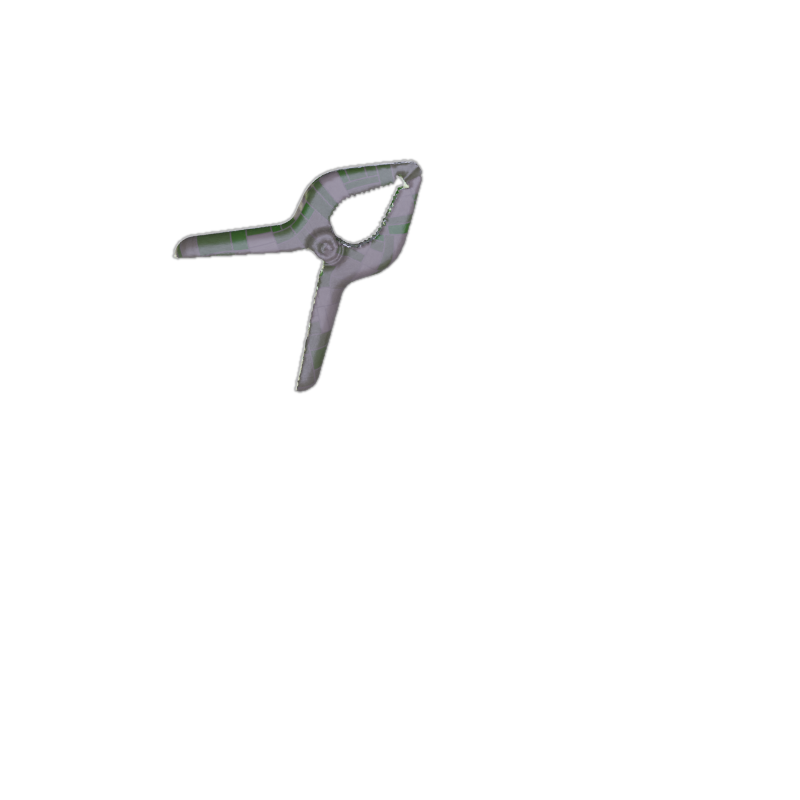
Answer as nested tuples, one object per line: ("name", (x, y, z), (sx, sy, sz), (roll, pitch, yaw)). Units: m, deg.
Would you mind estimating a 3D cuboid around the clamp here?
("clamp", (-0.072, -0.131, 0.917), (0.162, 0.208, 0.037), (42, 8, -7))
